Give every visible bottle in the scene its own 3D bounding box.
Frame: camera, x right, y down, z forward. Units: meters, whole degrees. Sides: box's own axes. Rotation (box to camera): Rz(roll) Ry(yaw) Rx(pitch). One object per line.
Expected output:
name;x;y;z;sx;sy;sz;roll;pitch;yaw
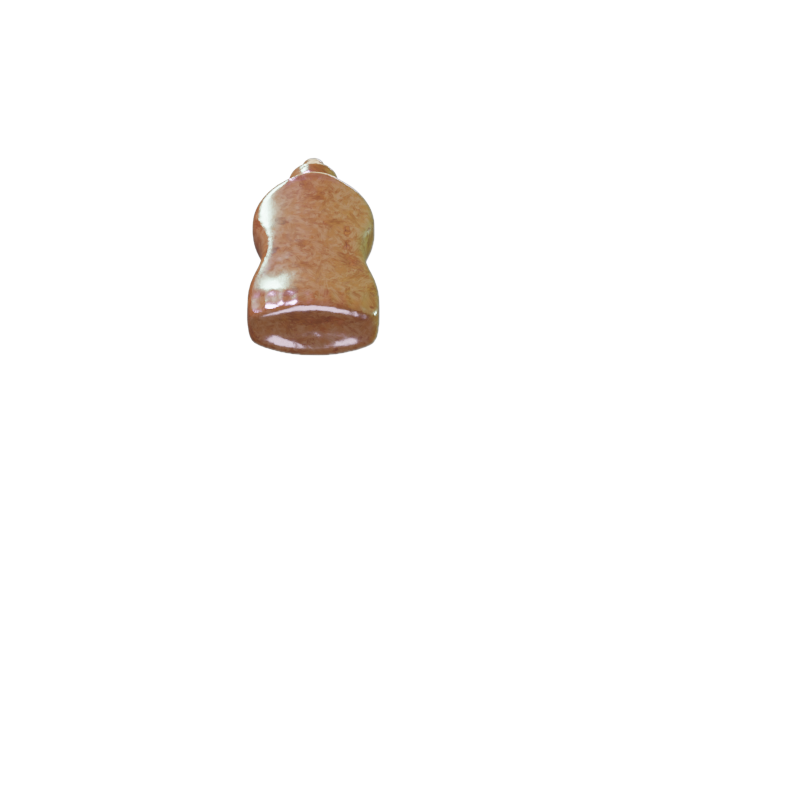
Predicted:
bottle;-0.068;-0.123;0.865;0.096;0.206;0.054;-2;-43;-1
